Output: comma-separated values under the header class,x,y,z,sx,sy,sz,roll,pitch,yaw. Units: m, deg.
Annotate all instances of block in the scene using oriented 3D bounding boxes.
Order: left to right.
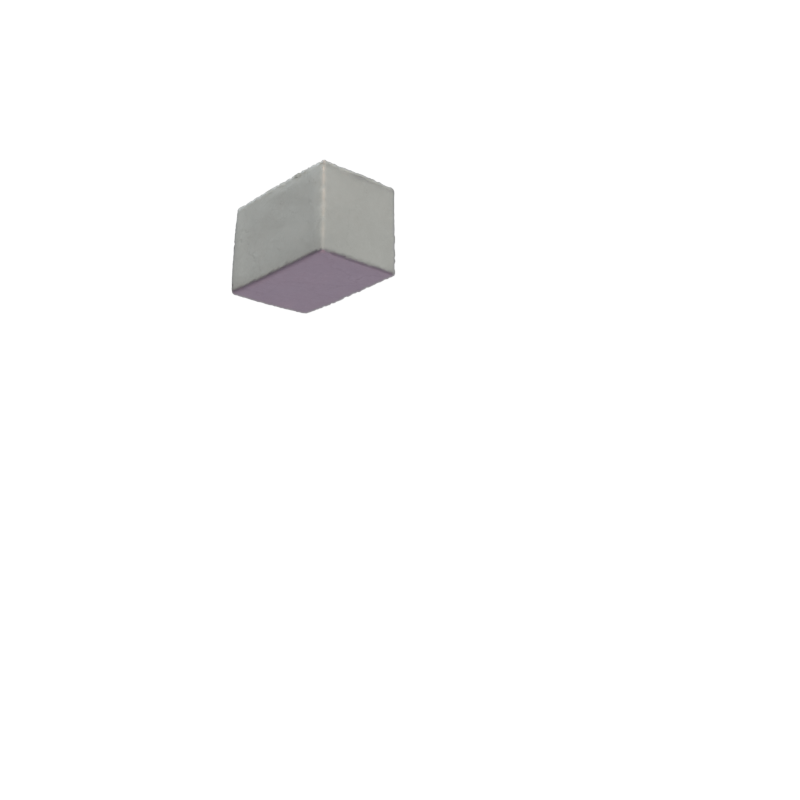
class,x,y,z,sx,sy,sz,roll,pitch,yaw
block,-0.047,-0.085,0.596,0.050,0.054,0.079,17,-26,-40
